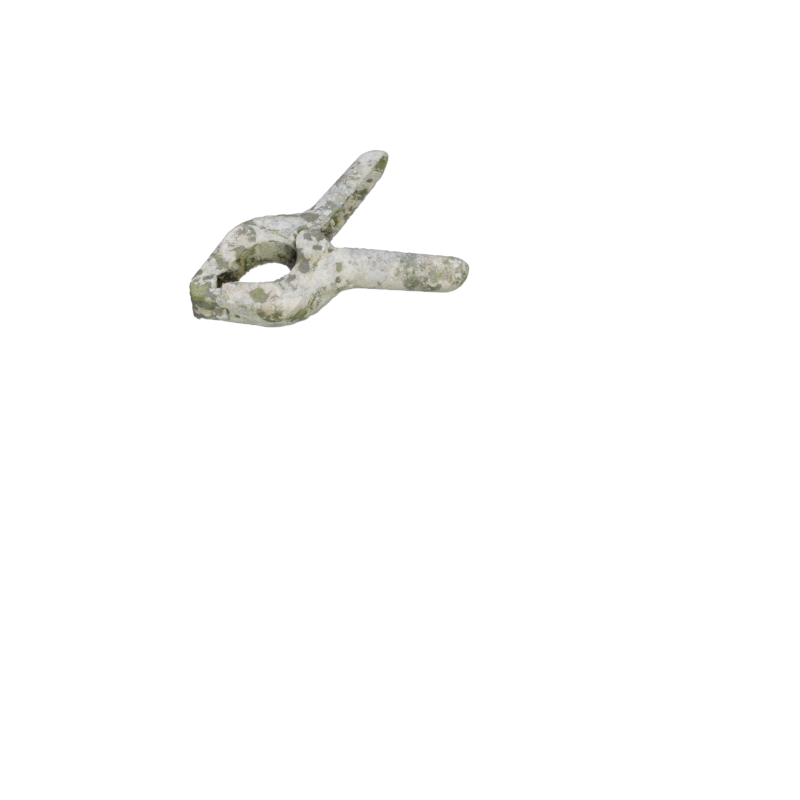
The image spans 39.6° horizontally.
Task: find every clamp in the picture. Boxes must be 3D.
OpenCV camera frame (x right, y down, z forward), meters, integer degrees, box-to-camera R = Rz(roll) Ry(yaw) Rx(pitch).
[{"bbox_3d":[-0.055,-0.101,0.706,0.170,0.130,0.036,-14,-40,-12],"label":"clamp"}]
